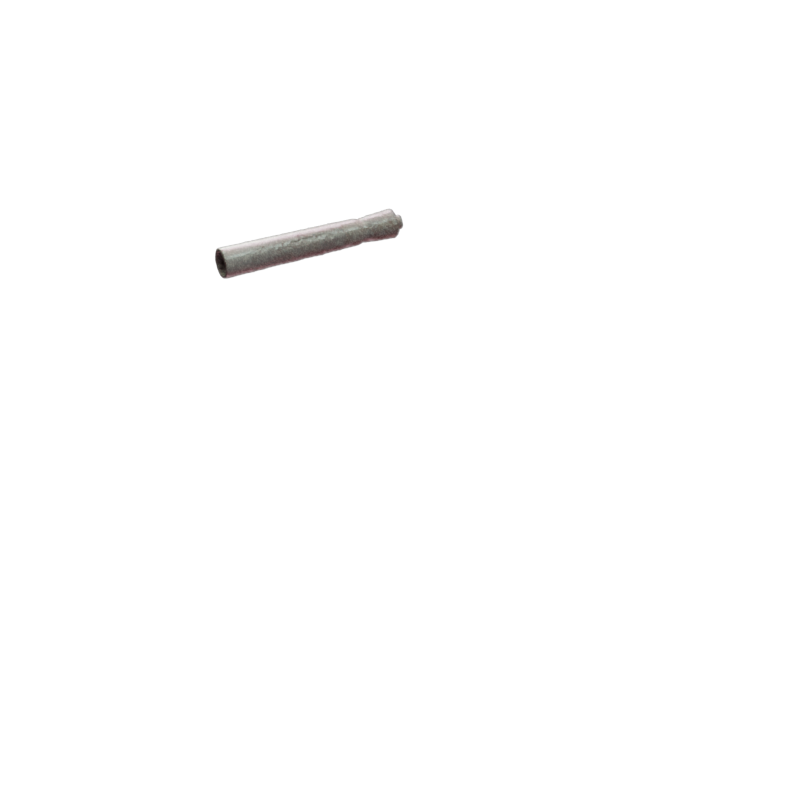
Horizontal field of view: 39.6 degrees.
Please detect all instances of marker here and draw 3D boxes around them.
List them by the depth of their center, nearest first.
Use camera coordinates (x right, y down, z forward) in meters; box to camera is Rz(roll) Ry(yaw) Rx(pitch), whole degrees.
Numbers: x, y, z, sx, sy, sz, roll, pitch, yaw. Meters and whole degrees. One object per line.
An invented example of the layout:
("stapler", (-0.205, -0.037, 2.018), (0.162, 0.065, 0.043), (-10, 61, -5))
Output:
("marker", (-0.052, -0.096, 0.670), (0.119, 0.019, 0.020), (-17, 11, -23))
